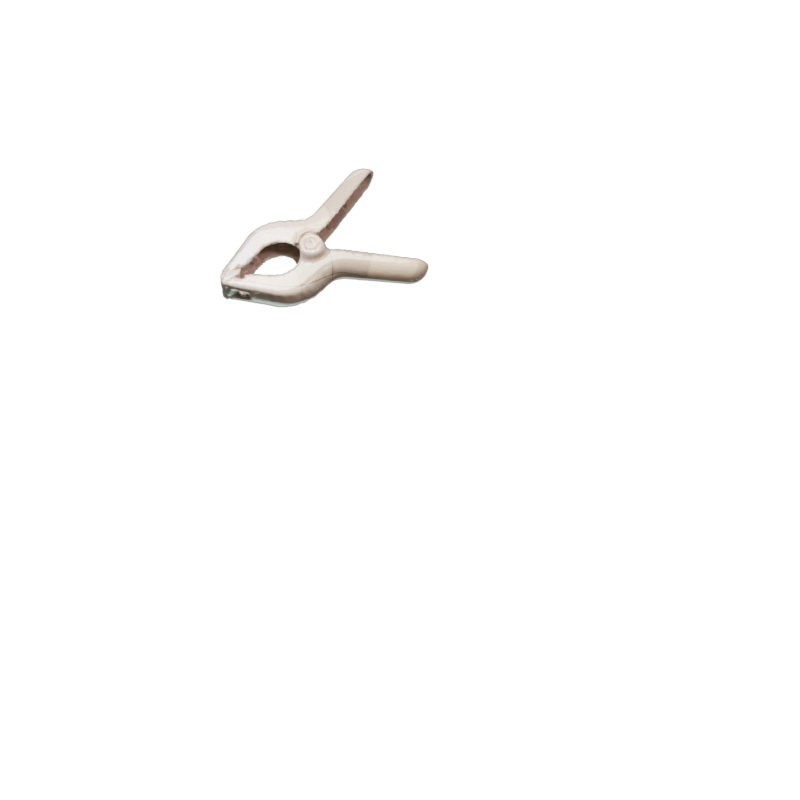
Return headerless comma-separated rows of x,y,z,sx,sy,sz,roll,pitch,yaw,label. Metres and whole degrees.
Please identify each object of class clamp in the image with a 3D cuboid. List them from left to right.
-0.074,-0.135,0.943,0.170,0.130,0.037,-13,-35,-10,clamp
